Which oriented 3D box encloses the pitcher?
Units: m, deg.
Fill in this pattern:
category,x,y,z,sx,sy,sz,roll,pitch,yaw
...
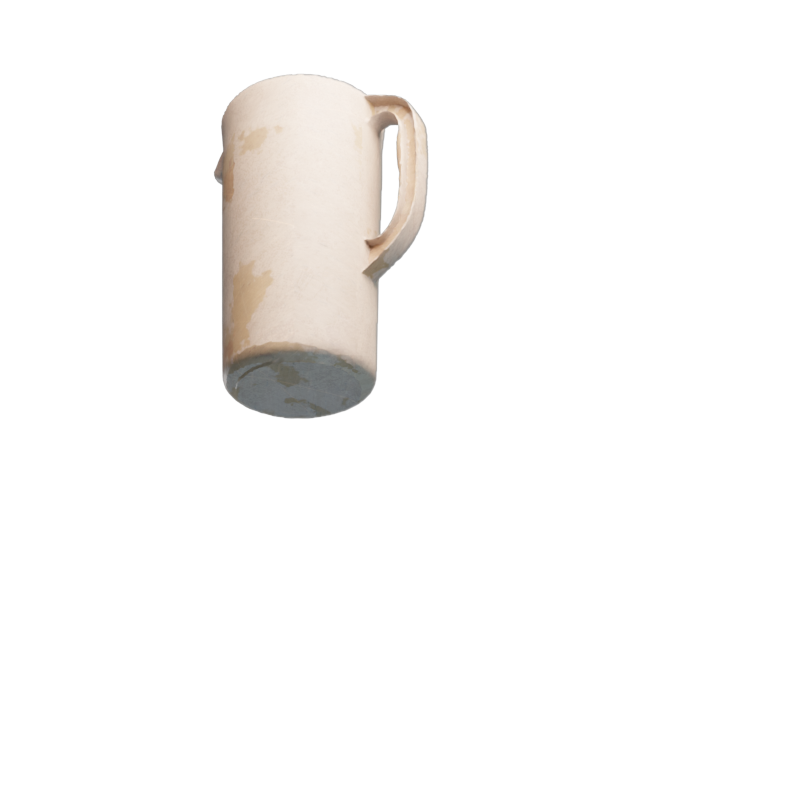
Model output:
category,x,y,z,sx,sy,sz,roll,pitch,yaw
pitcher,-0.065,-0.118,0.829,0.142,0.259,0.143,7,-32,-15
